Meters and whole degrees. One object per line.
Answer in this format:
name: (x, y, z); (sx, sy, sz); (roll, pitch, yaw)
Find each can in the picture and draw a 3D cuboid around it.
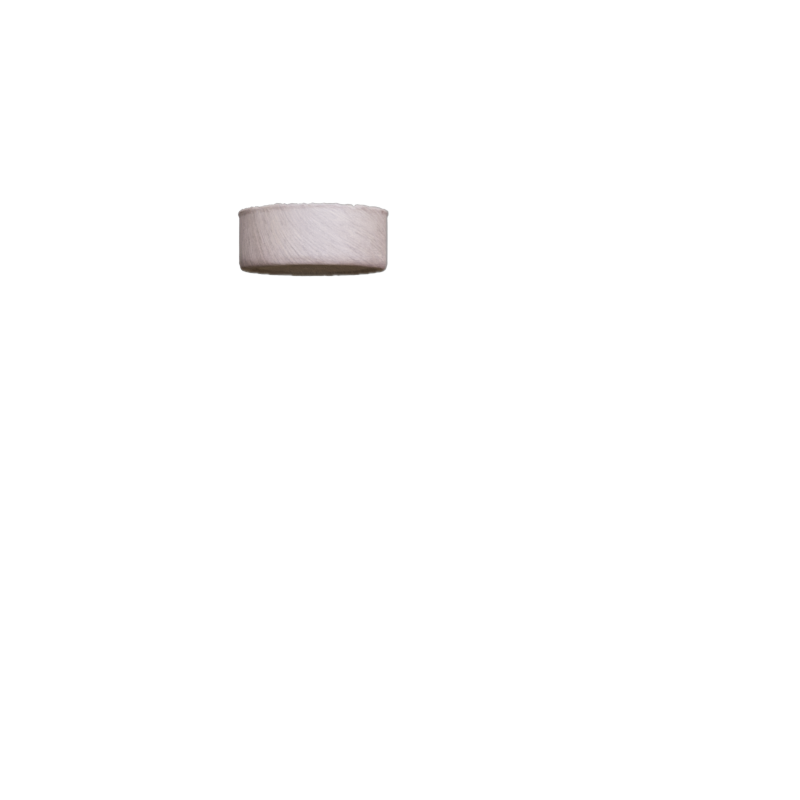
can: (-0.049, -0.090, 0.629); (0.086, 0.034, 0.085); (0, 1, -2)
